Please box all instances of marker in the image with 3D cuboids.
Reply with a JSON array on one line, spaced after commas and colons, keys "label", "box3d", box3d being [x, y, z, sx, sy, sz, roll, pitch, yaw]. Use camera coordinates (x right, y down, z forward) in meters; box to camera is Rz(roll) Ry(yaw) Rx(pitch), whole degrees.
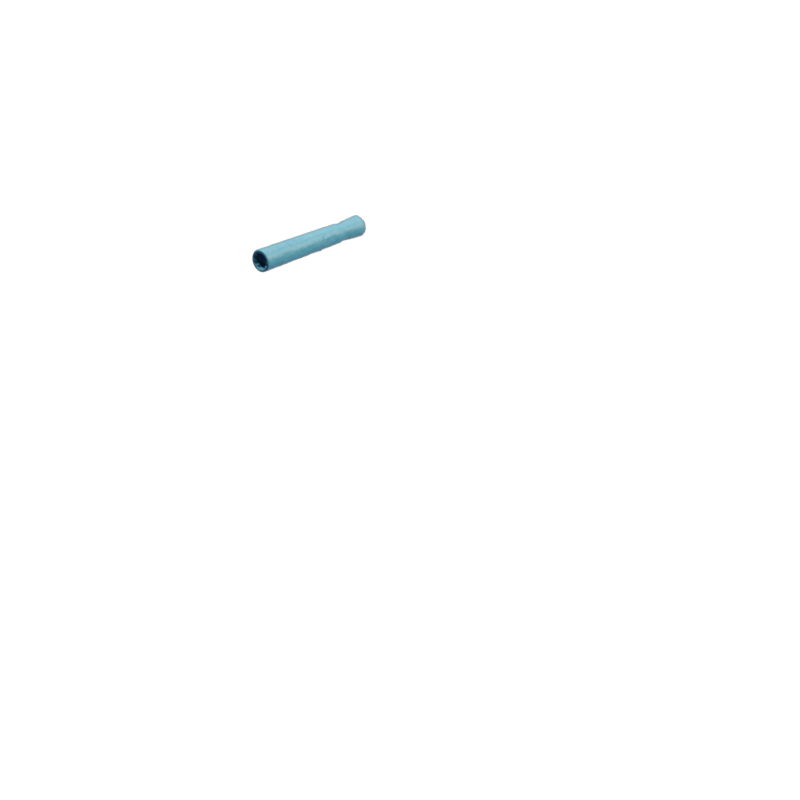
[{"label": "marker", "box3d": [-0.071, -0.129, 0.903, 0.021, 0.019, 0.120, 4, 23, 42]}]
